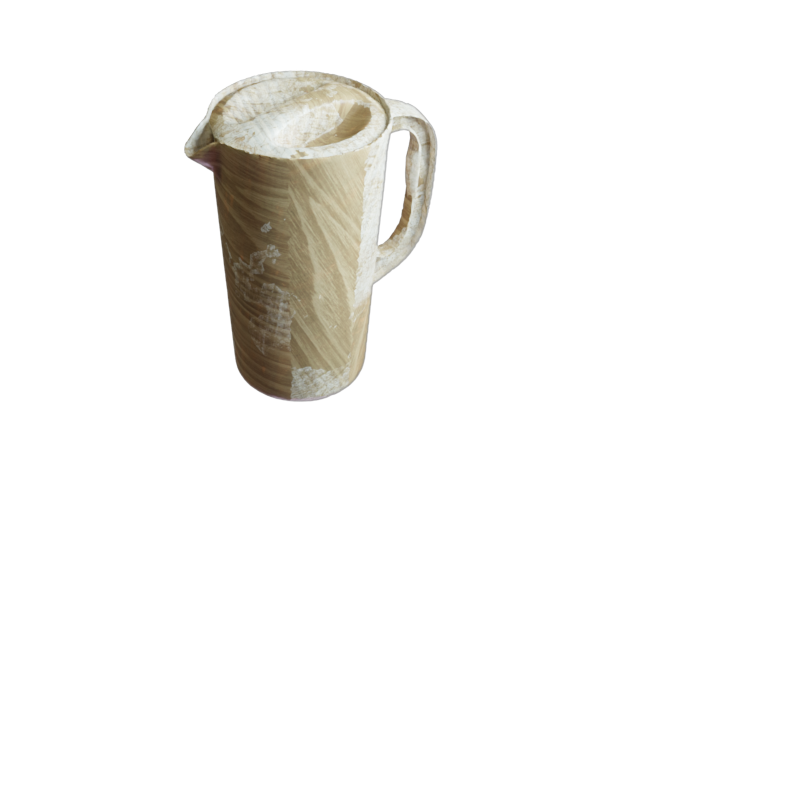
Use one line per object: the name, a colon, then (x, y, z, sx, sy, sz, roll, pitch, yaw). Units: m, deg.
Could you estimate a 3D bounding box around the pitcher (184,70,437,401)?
pitcher: (-0.067, -0.122, 0.854, 0.155, 0.227, 0.150, 17, 41, 18)
